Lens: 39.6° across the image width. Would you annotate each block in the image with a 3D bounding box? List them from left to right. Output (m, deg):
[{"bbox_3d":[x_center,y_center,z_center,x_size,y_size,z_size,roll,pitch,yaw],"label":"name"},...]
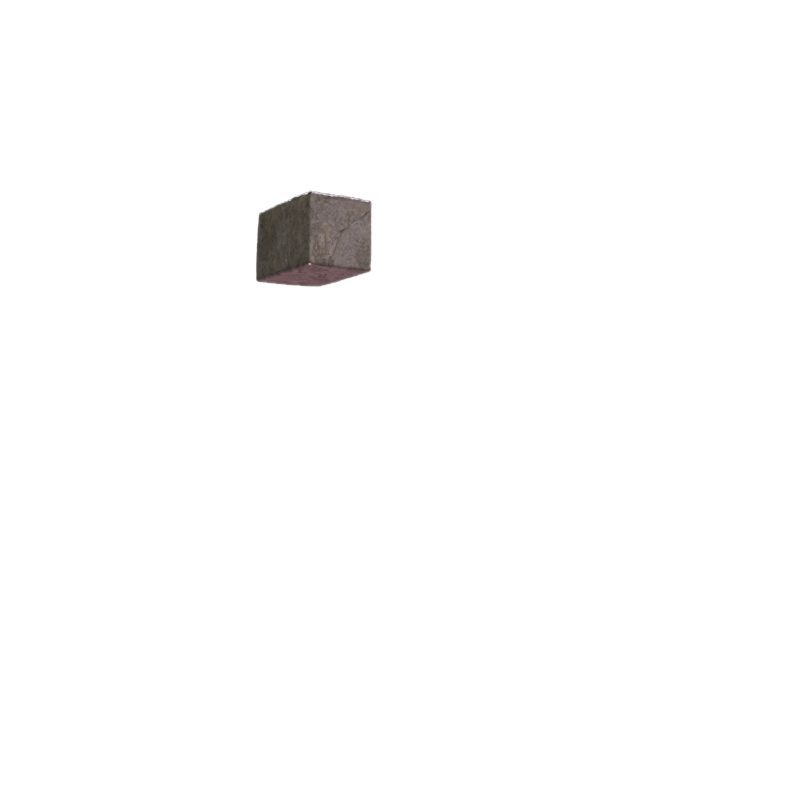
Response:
[{"bbox_3d":[-0.062,-0.112,0.786,0.051,0.052,0.079,5,-9,-33],"label":"block"}]
